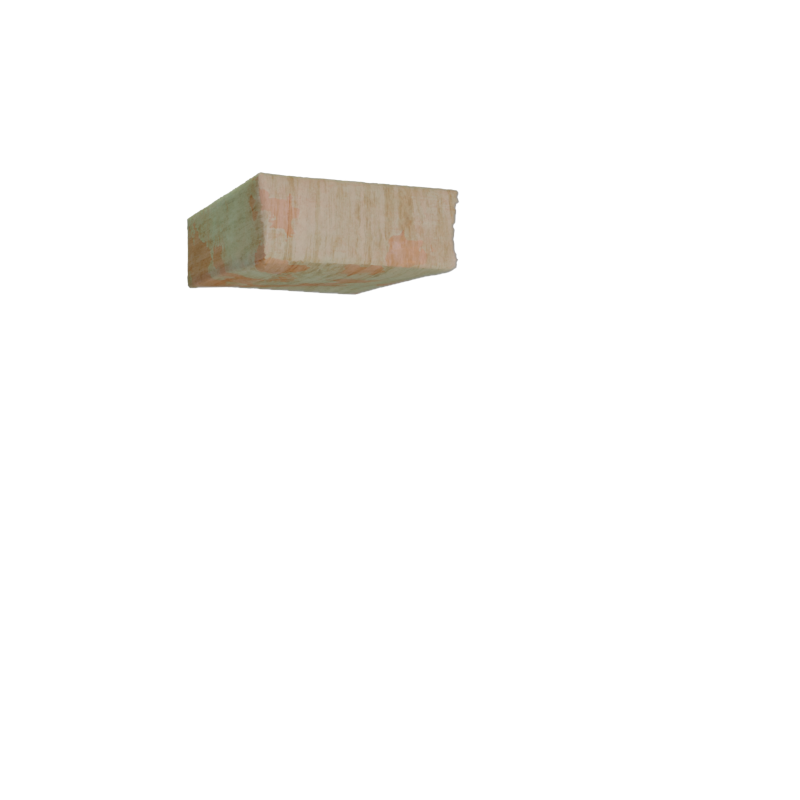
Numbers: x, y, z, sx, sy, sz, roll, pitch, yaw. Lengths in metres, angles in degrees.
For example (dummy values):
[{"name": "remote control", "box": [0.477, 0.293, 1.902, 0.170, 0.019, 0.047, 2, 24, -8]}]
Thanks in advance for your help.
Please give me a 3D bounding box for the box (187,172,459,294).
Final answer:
[{"name": "box", "box": [-0.039, -0.071, 0.497, 0.087, 0.039, 0.116, 0, 0, -24]}]
